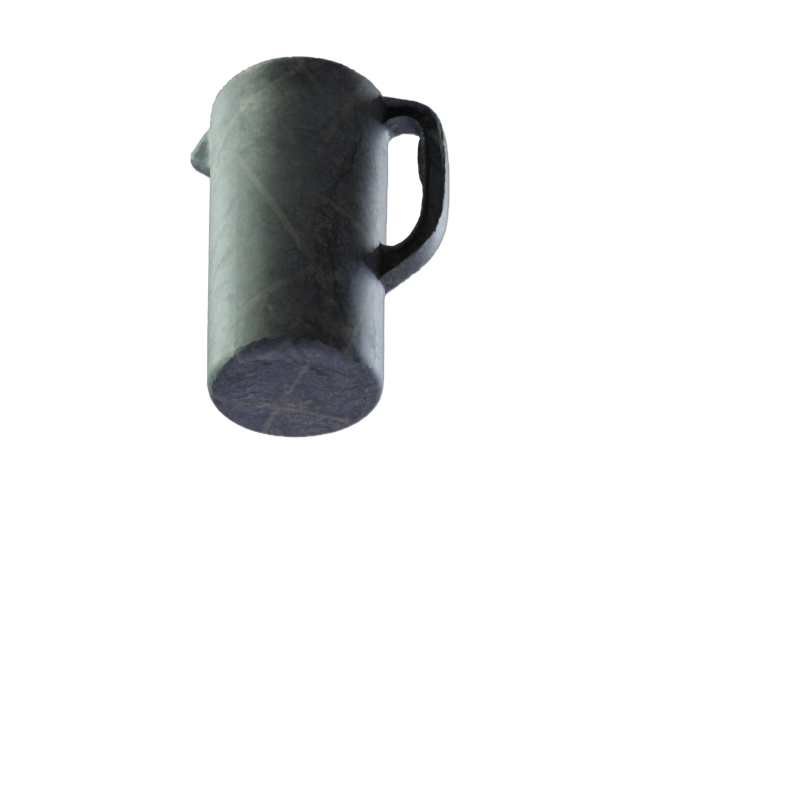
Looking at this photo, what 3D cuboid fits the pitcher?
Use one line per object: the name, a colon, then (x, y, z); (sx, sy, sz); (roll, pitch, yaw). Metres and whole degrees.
pitcher: (-0.058, -0.106, 0.741); (0.138, 0.260, 0.146); (19, -40, -27)
